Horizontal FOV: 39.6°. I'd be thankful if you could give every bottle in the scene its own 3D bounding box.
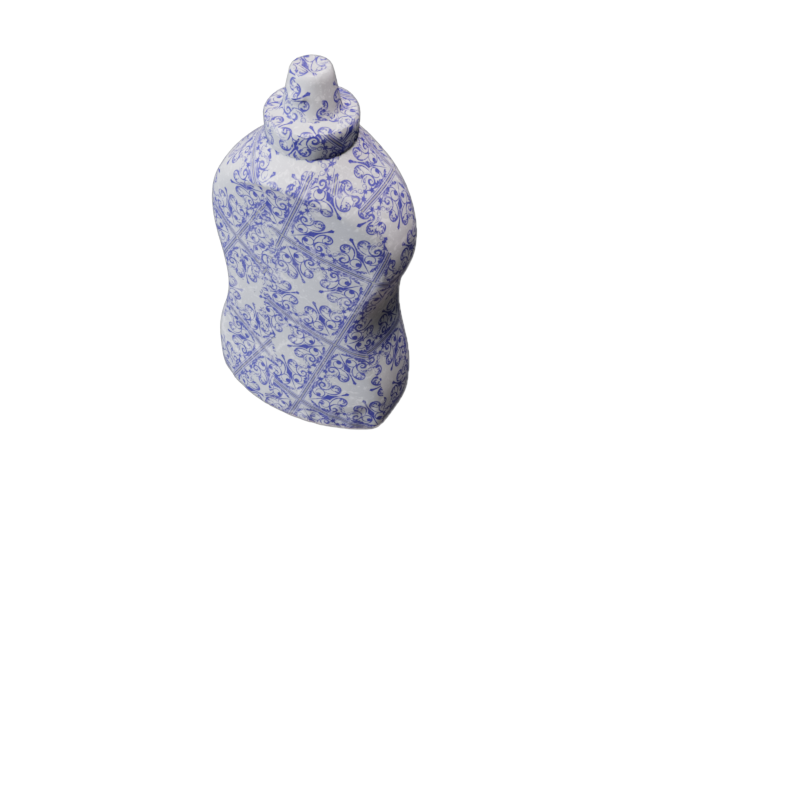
[{"bbox_3d":[-0.040,-0.073,0.511,0.100,0.179,0.060,25,48,20],"label":"bottle"}]
